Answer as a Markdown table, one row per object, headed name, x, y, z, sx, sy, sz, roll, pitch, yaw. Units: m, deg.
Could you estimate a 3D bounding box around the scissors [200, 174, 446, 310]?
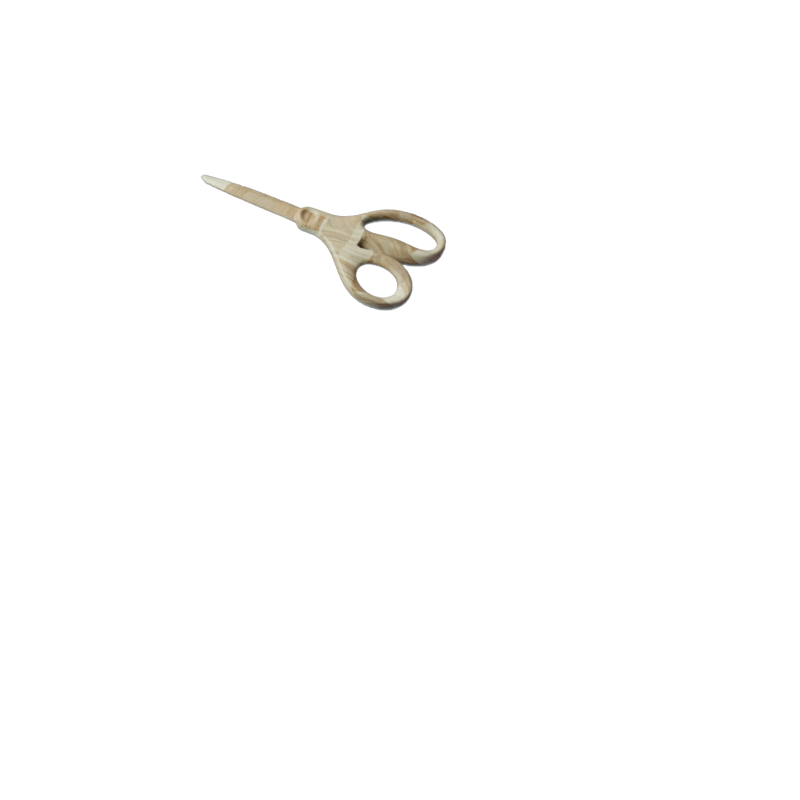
| name | x | y | z | sx | sy | sz | roll | pitch | yaw |
| --- | --- | --- | --- | --- | --- | --- | --- | --- | --- |
| scissors | -0.067 | -0.122 | 0.858 | 0.204 | 0.102 | 0.015 | 9 | -32 | 6 |
